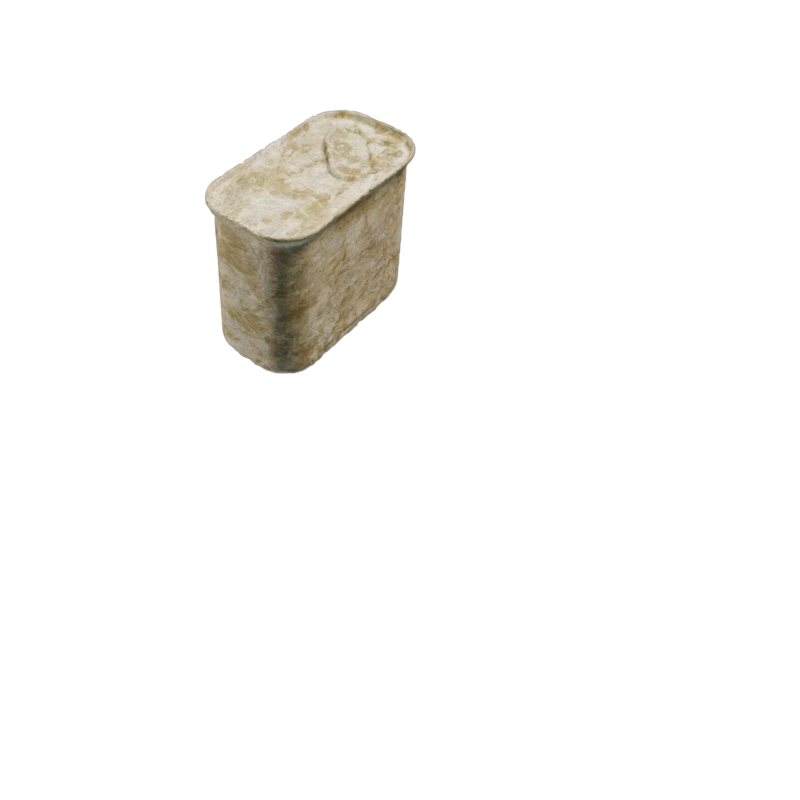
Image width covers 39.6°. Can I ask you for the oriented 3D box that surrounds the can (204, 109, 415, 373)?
[{"bbox_3d":[-0.040,-0.074,0.517,0.061,0.078,0.103,27,49,25],"label":"can"}]
